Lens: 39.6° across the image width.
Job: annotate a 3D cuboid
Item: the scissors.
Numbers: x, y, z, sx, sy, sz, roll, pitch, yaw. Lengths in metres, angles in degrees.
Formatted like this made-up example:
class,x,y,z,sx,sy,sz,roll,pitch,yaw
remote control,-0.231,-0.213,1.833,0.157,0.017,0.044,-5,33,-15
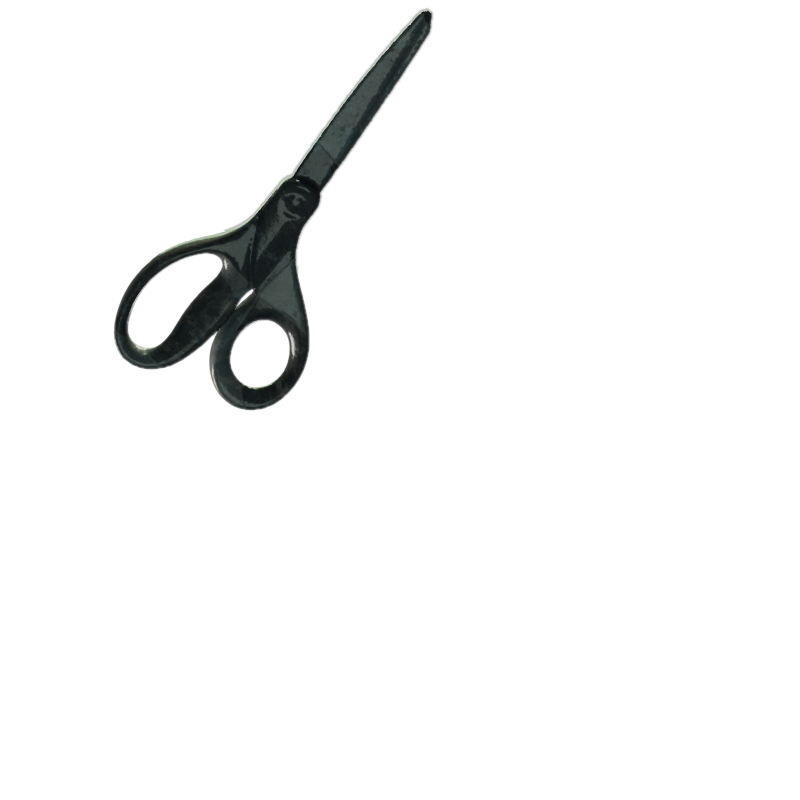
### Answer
class,x,y,z,sx,sy,sz,roll,pitch,yaw
scissors,-0.038,-0.069,0.486,0.200,0.092,0.016,-37,17,13
